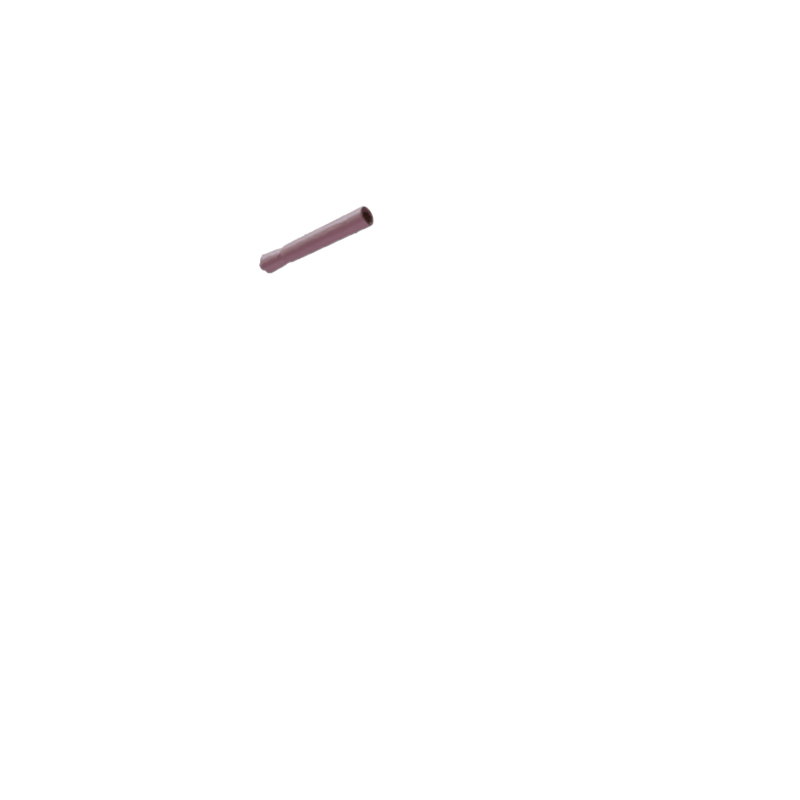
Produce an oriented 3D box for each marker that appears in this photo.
[{"bbox_3d":[-0.077,-0.140,0.980,0.122,0.020,0.019,-20,-7,31],"label":"marker"}]
